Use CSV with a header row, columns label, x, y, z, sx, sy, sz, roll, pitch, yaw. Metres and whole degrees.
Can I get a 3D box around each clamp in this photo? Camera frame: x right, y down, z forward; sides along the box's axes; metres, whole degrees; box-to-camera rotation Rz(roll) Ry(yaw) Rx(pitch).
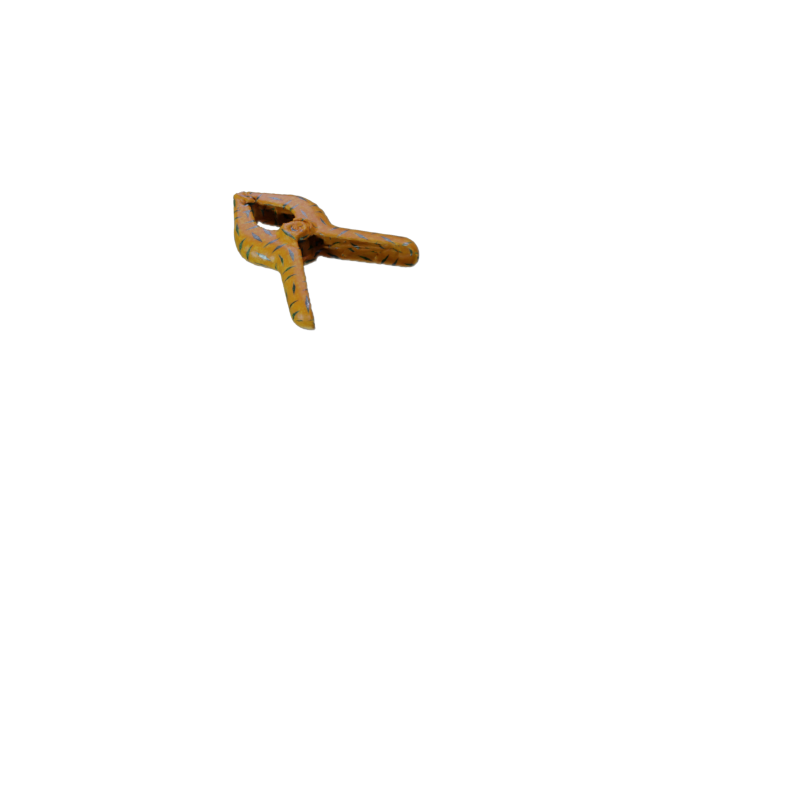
label,x,y,z,sx,sy,sz,roll,pitch,yaw
clamp,-0.070,-0.128,0.898,0.119,0.037,0.185,-22,46,-24
